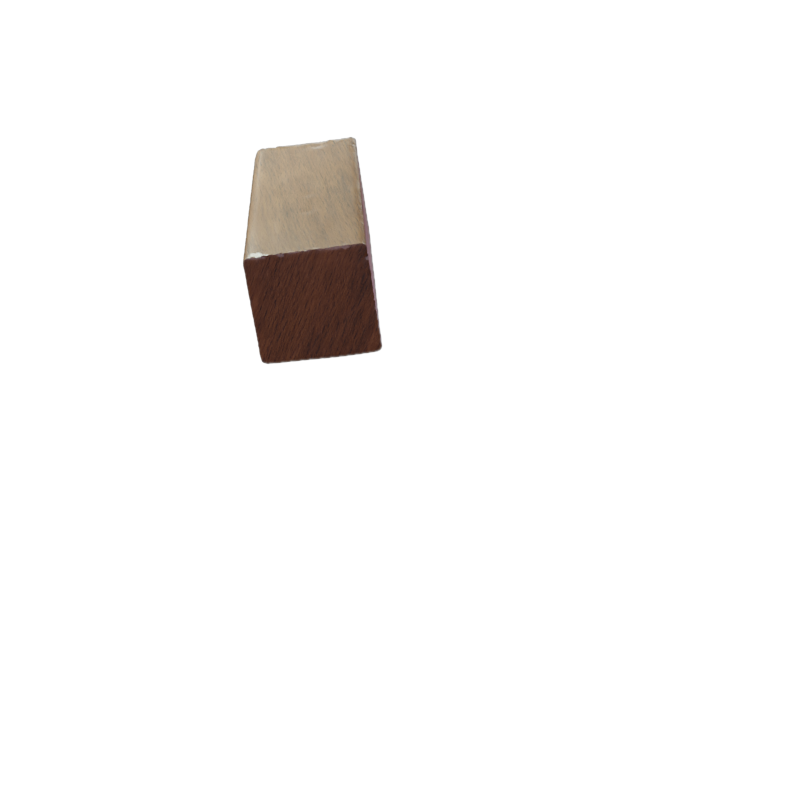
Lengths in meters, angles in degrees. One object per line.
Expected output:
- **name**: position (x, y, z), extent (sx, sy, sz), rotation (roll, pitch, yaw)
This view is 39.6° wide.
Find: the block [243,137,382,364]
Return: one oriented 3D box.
- **block**: position (-0.069, -0.124, 0.874), extent (0.090, 0.085, 0.219), rotation (-8, 32, 1)
